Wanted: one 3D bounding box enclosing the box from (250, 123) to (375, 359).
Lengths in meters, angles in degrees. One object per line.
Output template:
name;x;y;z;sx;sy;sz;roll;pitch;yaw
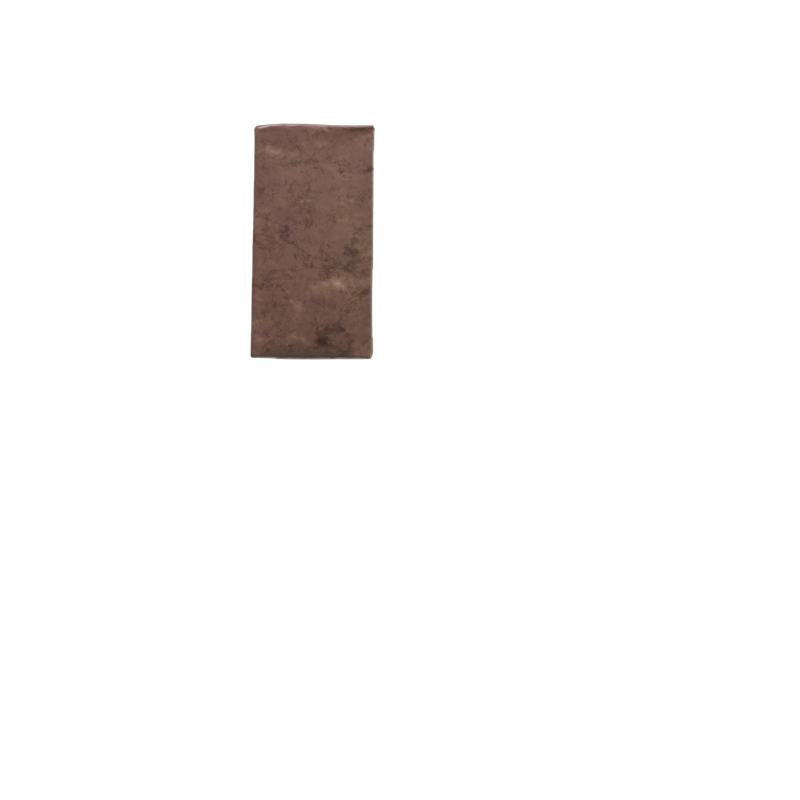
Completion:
box;-0.066;-0.120;0.841;0.093;0.177;0.048;0;-1;-1
